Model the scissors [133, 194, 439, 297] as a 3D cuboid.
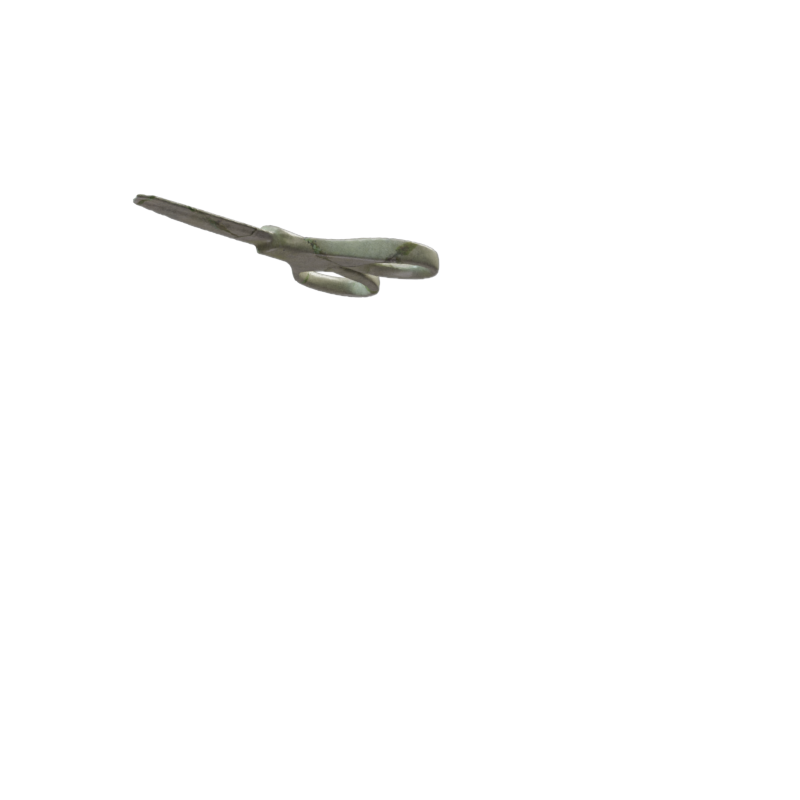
[{"bbox_3d":[-0.047,-0.085,0.595,0.098,0.016,0.191,-4,-10,23],"label":"scissors"}]
